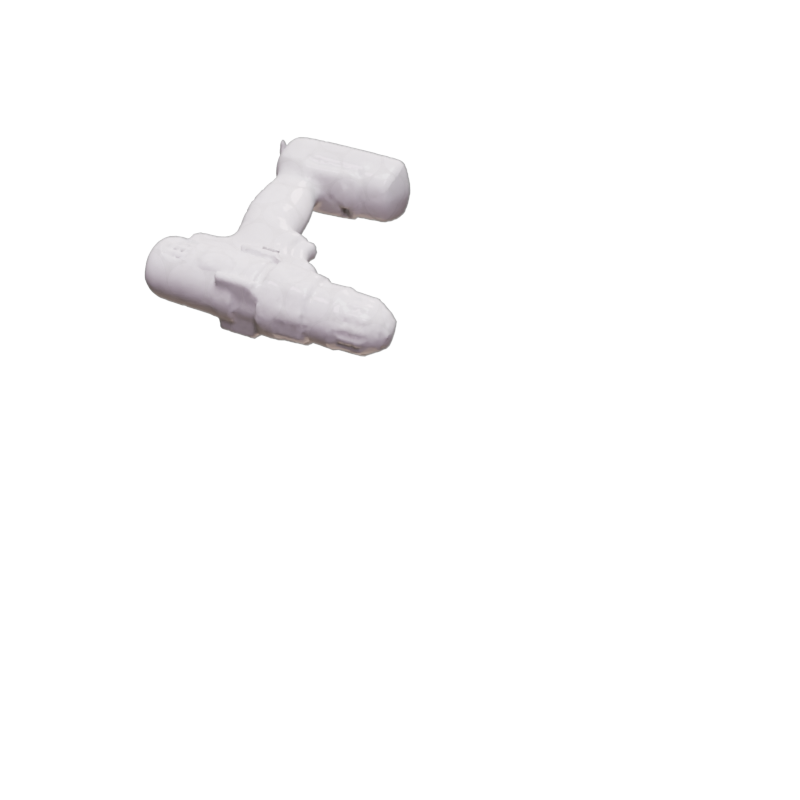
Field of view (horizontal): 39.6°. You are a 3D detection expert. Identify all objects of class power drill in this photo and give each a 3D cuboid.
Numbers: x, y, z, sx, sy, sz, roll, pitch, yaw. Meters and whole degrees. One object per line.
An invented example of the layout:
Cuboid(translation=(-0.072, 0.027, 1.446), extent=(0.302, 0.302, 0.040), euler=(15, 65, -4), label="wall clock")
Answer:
Cuboid(translation=(-0.062, -0.113, 0.795), extent=(0.191, 0.054, 0.194), euler=(17, 43, 19), label="power drill")
